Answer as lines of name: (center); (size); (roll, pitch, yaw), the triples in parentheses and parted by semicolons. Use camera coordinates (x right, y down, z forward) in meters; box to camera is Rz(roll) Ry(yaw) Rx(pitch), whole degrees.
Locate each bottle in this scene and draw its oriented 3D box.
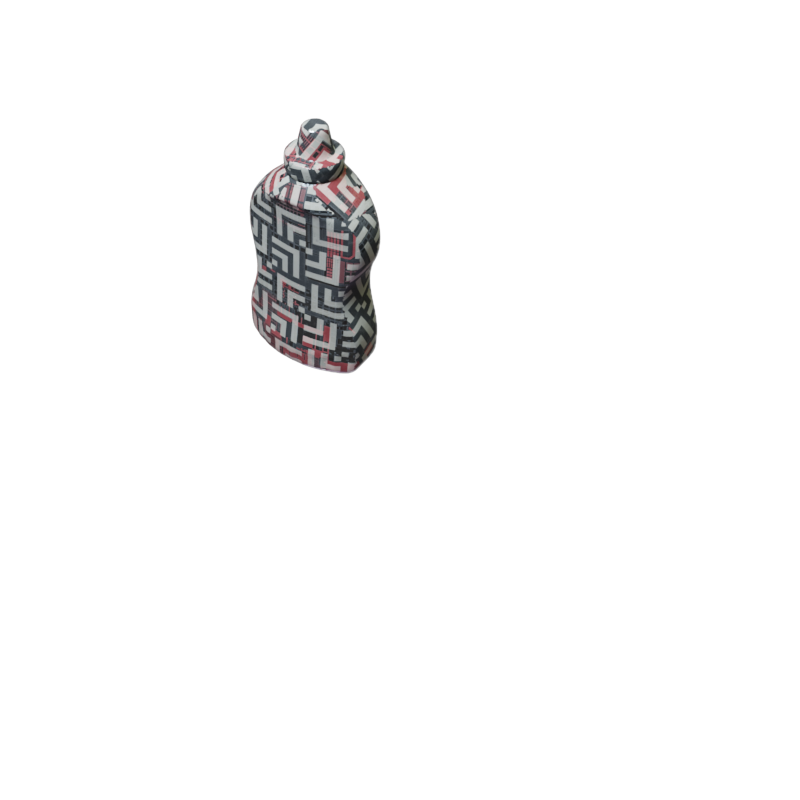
bottle: (-0.060, -0.111, 0.775); (0.101, 0.179, 0.059); (28, 47, 25)
